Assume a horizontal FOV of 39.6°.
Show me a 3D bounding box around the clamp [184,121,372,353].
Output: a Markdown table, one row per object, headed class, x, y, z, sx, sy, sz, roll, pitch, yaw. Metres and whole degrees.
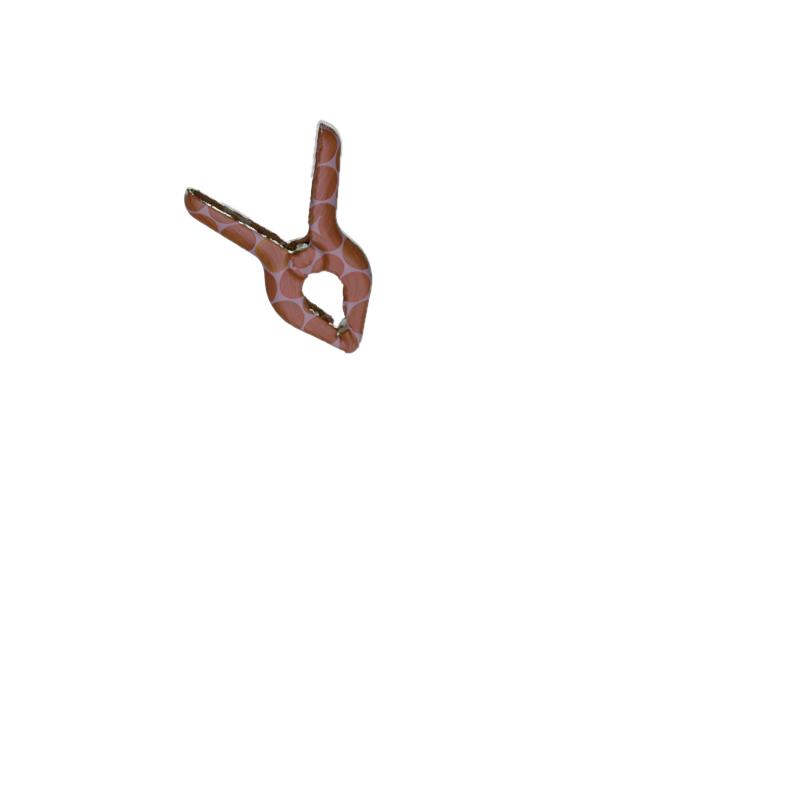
| class | x | y | z | sx | sy | sz | roll | pitch | yaw |
| --- | --- | --- | --- | --- | --- | --- | --- | --- | --- |
| clamp | -0.063 | -0.116 | 0.810 | 0.120 | 0.163 | 0.041 | -31 | 22 | 14 |
